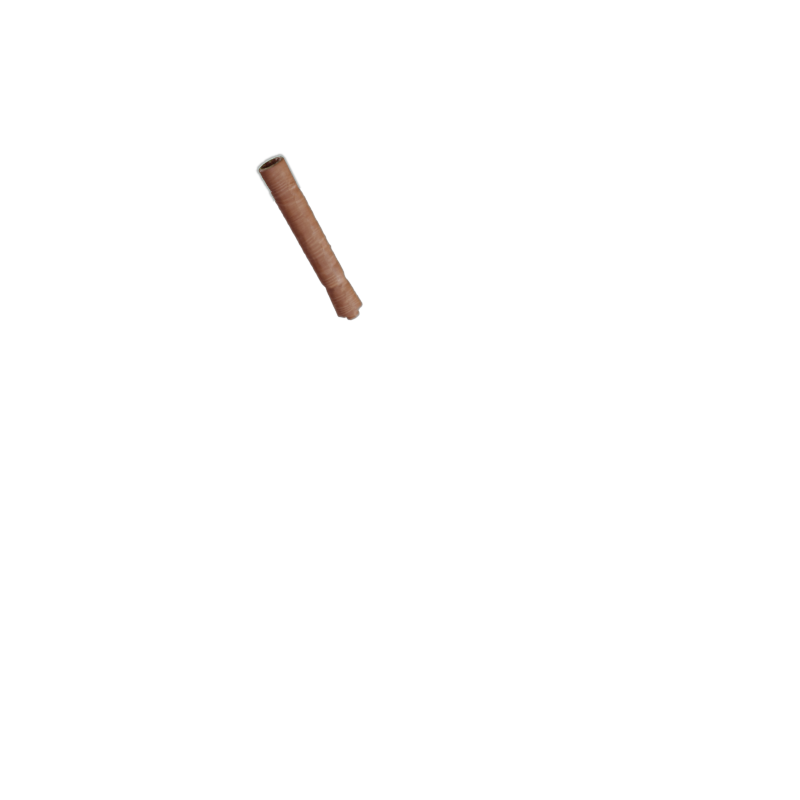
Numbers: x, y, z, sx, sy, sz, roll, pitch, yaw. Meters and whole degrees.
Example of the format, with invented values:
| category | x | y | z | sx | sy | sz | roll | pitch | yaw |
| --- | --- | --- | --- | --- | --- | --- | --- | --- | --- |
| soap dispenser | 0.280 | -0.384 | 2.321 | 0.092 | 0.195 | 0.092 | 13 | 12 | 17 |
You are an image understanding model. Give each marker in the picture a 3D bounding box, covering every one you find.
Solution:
| category | x | y | z | sx | sy | sz | roll | pitch | yaw |
| --- | --- | --- | --- | --- | --- | --- | --- | --- | --- |
| marker | -0.057 | -0.103 | 0.722 | 0.020 | 0.115 | 0.021 | -25 | 21 | 10 |
